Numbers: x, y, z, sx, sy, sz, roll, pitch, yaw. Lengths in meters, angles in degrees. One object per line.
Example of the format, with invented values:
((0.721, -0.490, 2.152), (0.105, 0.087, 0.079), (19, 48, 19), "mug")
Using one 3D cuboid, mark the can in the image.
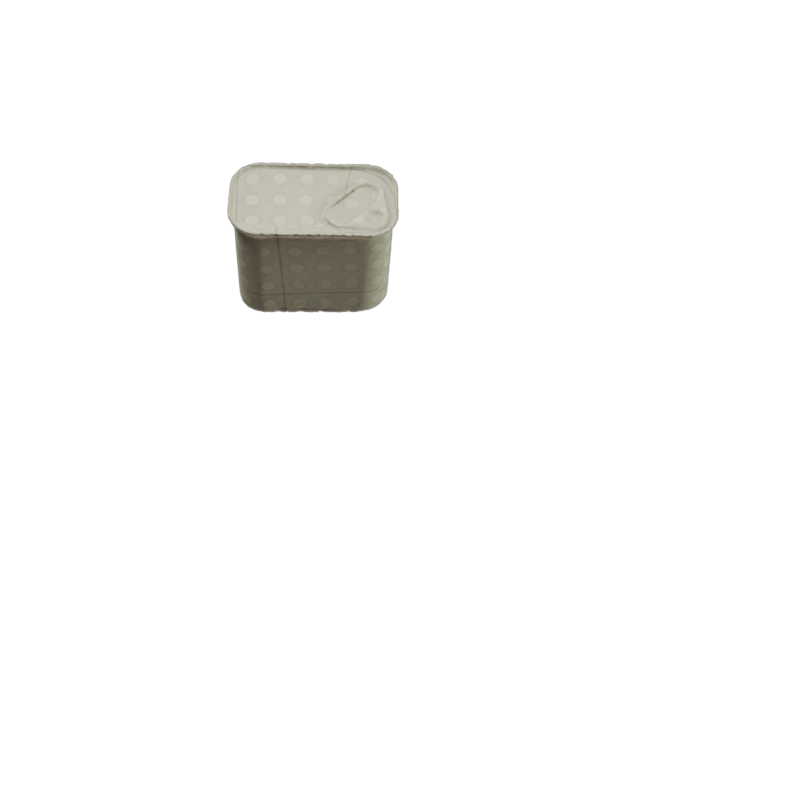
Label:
((-0.054, -0.099, 0.693), (0.102, 0.061, 0.078), (1, -35, -1), "can")
